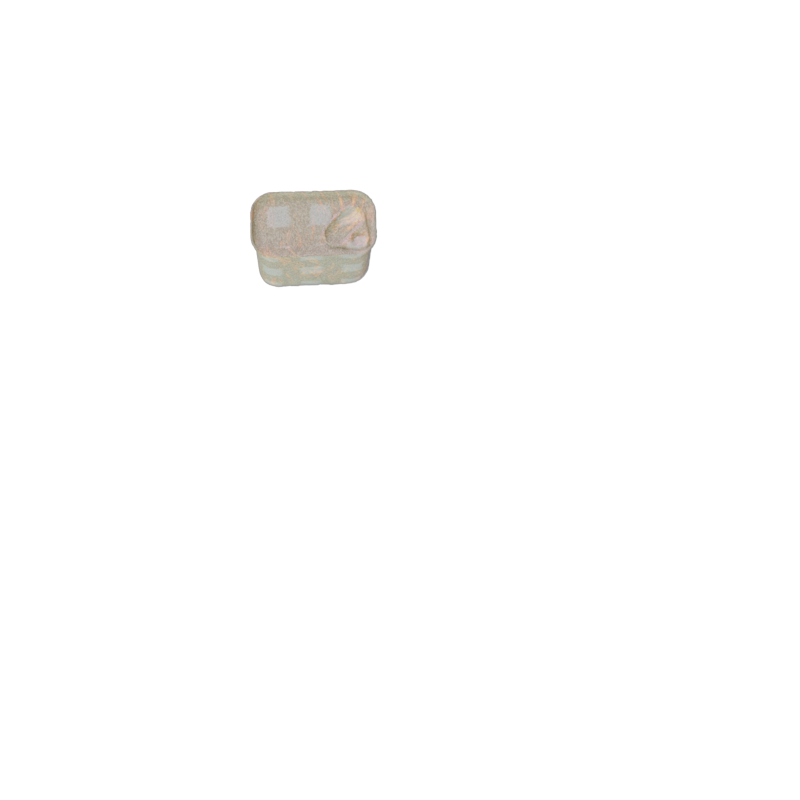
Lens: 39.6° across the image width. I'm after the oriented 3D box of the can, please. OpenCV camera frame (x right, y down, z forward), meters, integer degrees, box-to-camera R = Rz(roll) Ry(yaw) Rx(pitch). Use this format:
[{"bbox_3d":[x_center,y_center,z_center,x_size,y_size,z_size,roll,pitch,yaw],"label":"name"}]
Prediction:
[{"bbox_3d":[-0.073,-0.133,0.930,0.102,0.060,0.080,-2,-16,-2],"label":"can"}]
